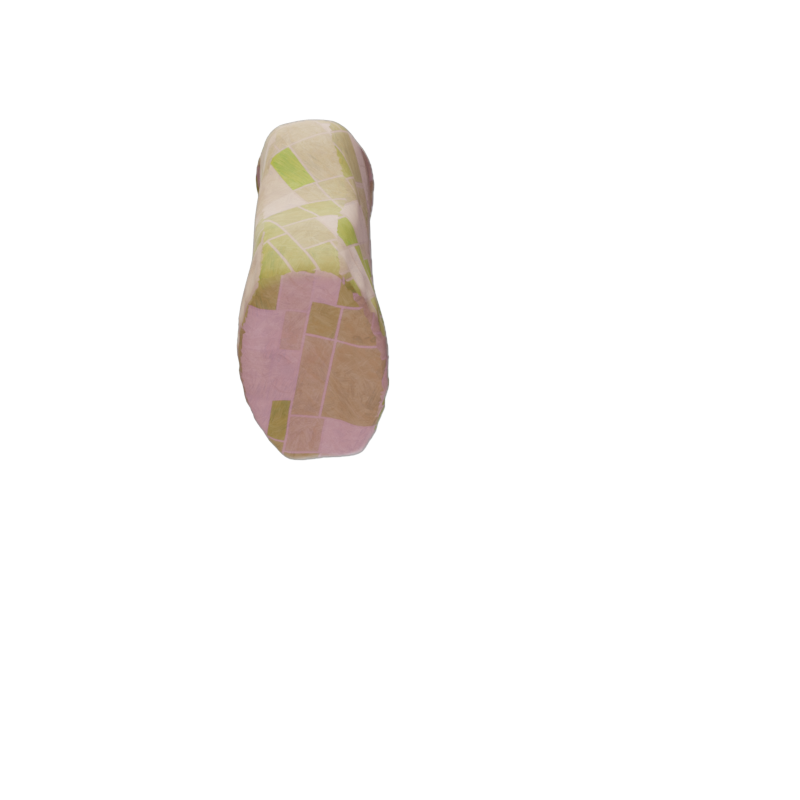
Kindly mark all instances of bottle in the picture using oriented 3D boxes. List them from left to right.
[{"bbox_3d":[-0.039,-0.071,0.498,0.058,0.089,0.205,-7,37,1],"label":"bottle"}]
